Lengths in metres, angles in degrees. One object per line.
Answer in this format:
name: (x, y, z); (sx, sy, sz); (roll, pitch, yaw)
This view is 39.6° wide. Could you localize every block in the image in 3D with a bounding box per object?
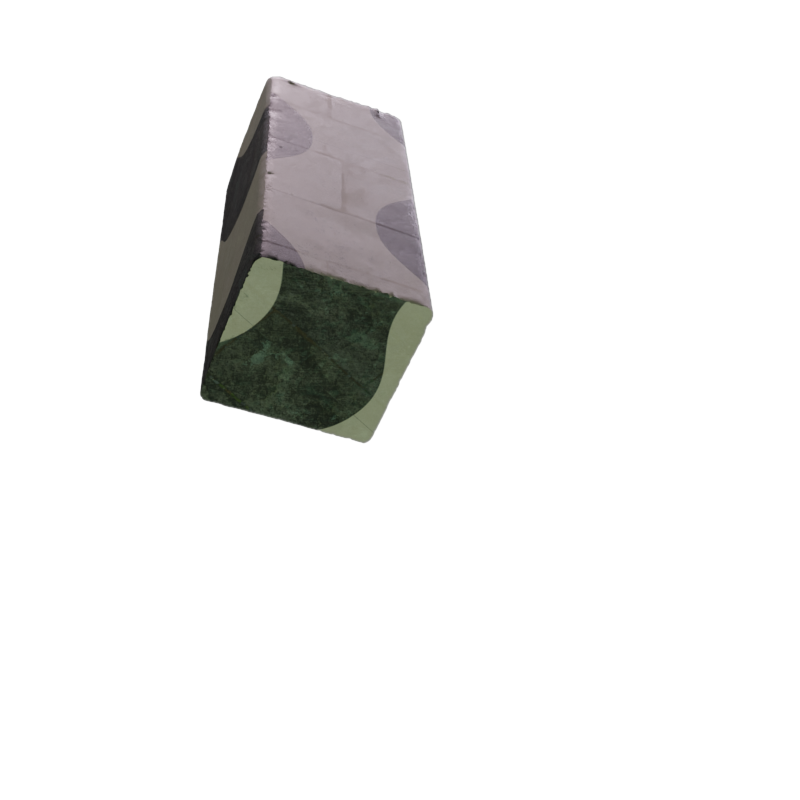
block: (-0.048, -0.088, 0.611); (0.088, 0.086, 0.220); (16, 34, -15)
